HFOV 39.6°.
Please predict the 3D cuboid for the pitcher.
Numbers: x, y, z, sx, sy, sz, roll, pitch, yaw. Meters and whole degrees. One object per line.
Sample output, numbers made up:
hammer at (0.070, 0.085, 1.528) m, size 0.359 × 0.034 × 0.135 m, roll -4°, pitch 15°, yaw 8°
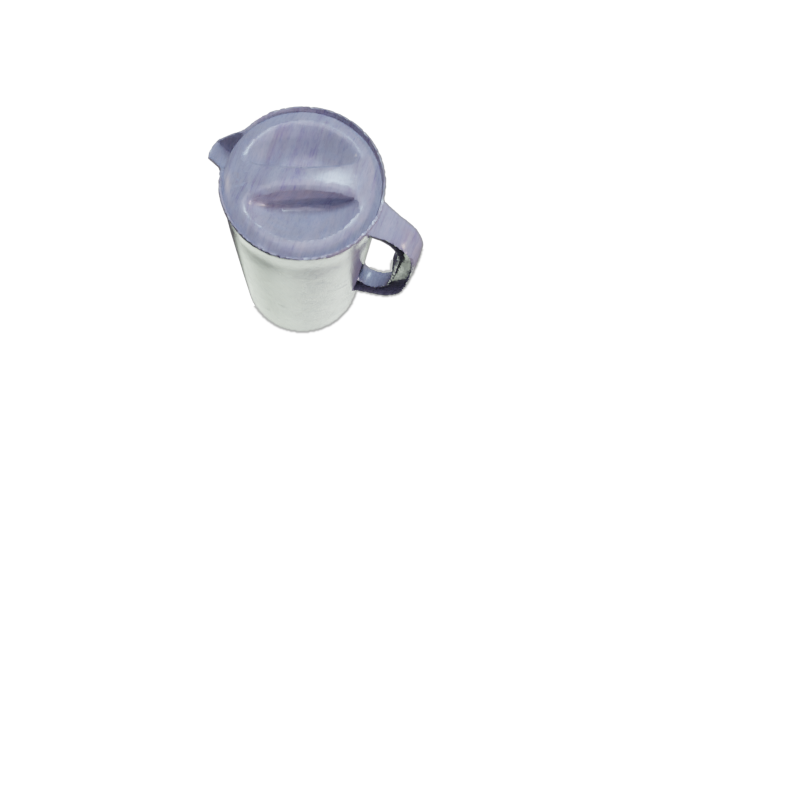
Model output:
pitcher at (-0.076, -0.139, 0.975) m, size 0.144 × 0.156 × 0.233 m, roll -19°, pitch -15°, yaw -8°
